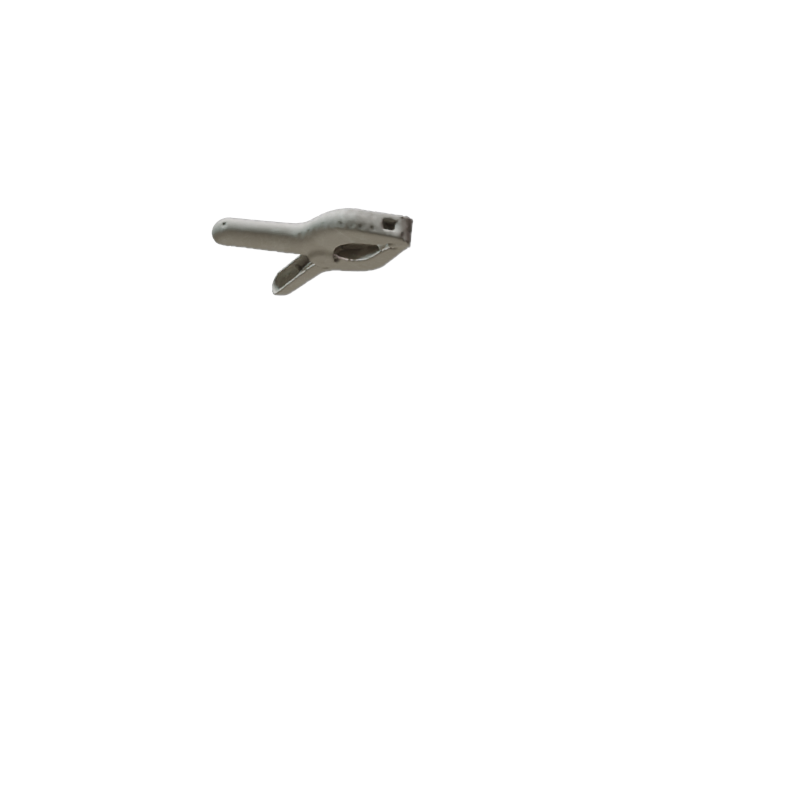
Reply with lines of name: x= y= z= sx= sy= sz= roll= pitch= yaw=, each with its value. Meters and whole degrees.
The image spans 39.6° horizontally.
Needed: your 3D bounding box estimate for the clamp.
clamp: x=-0.076 y=-0.138 z=0.965 sx=0.174 sy=0.041 sz=0.112 roll=-13 pitch=-24 yaw=32
